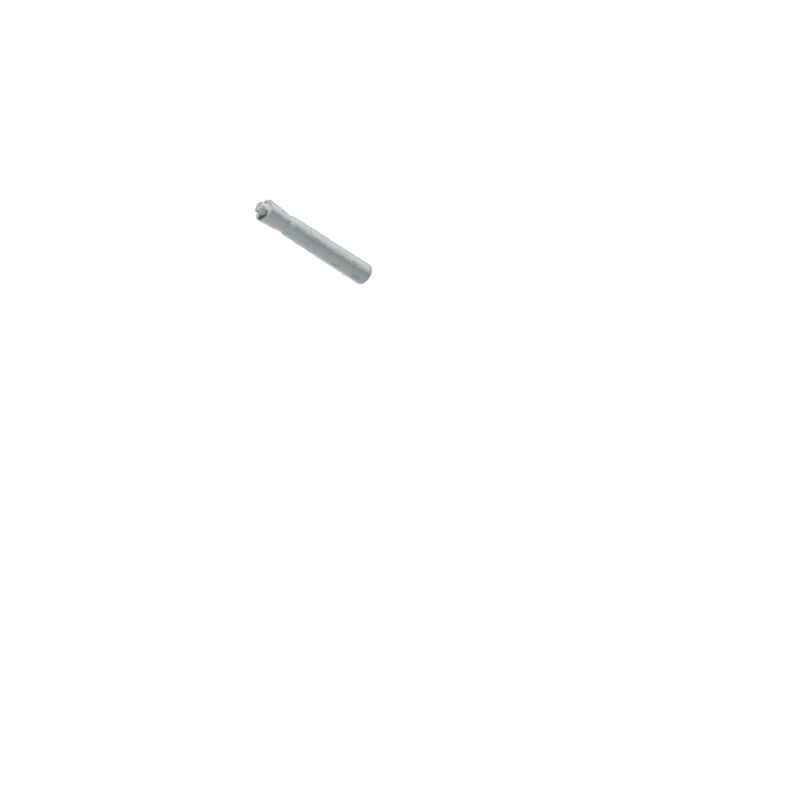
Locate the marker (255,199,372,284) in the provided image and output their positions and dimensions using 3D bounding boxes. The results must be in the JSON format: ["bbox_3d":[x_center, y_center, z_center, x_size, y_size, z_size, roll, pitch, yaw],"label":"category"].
[{"bbox_3d":[-0.070,-0.128,0.899,0.113,0.020,0.021,30,-15,-35],"label":"marker"}]
